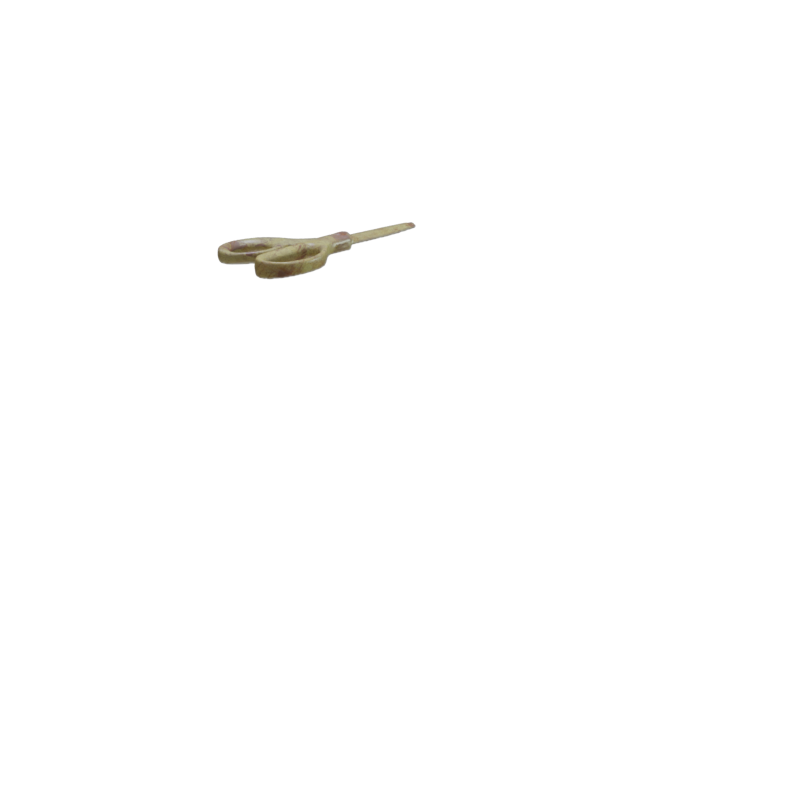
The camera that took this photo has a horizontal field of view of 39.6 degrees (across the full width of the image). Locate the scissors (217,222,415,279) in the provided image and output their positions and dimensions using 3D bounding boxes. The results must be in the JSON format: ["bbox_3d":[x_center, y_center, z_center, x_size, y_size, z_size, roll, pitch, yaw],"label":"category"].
[{"bbox_3d":[-0.070,-0.129,0.900,0.100,0.015,0.202,9,22,23],"label":"scissors"}]
